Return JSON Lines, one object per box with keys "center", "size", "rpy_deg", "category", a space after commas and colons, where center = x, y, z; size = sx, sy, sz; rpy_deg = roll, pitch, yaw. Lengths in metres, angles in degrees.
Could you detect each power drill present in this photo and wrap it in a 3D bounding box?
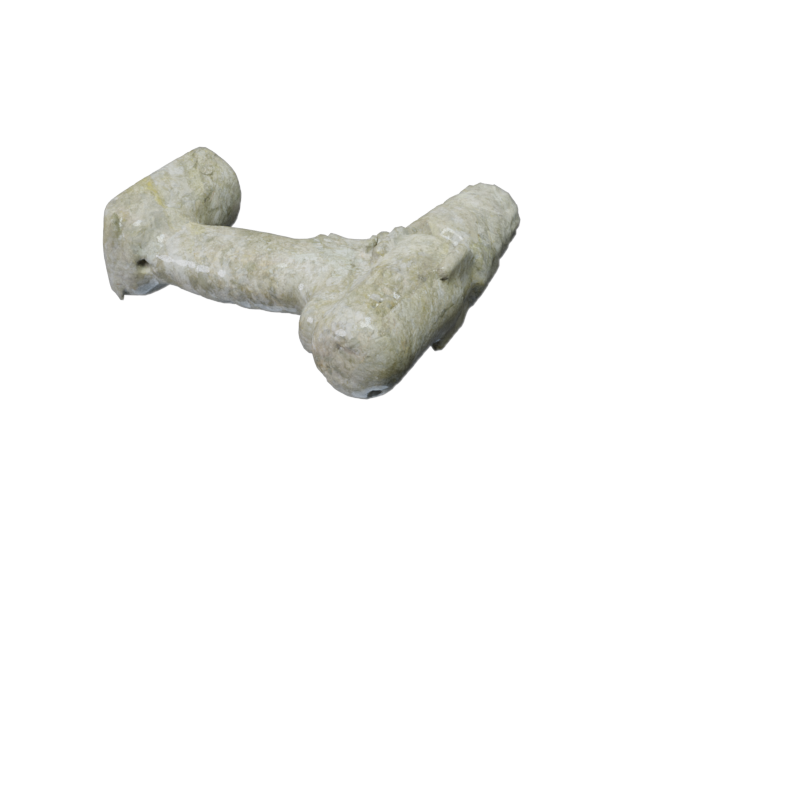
{"center": [-0.046, -0.083, 0.585], "size": [0.196, 0.054, 0.188], "rpy_deg": [15, 35, 23], "category": "power drill"}
